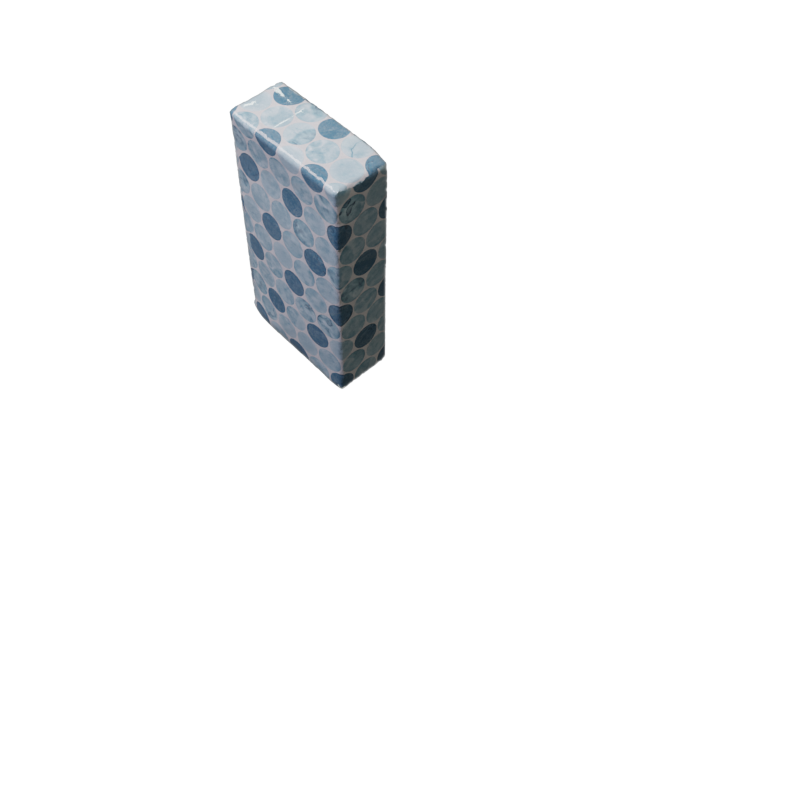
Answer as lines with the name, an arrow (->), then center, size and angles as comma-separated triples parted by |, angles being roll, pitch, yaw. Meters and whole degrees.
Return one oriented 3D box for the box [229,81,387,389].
box -> -0.052, -0.095, 0.665 | 0.048, 0.164, 0.100 | -33, 60, -26
